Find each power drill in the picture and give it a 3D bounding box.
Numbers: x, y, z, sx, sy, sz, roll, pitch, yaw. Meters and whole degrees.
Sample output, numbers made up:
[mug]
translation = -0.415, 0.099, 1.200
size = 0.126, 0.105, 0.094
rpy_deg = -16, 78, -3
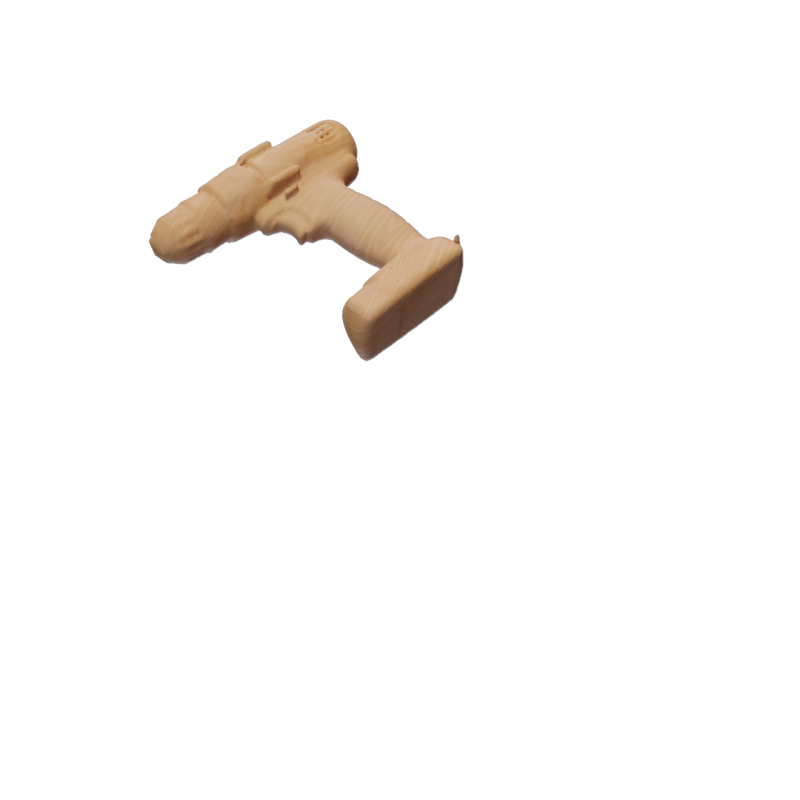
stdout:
[power drill]
translation = -0.063, -0.115, 0.805
size = 0.186, 0.053, 0.200
rpy_deg = -36, 61, -24
